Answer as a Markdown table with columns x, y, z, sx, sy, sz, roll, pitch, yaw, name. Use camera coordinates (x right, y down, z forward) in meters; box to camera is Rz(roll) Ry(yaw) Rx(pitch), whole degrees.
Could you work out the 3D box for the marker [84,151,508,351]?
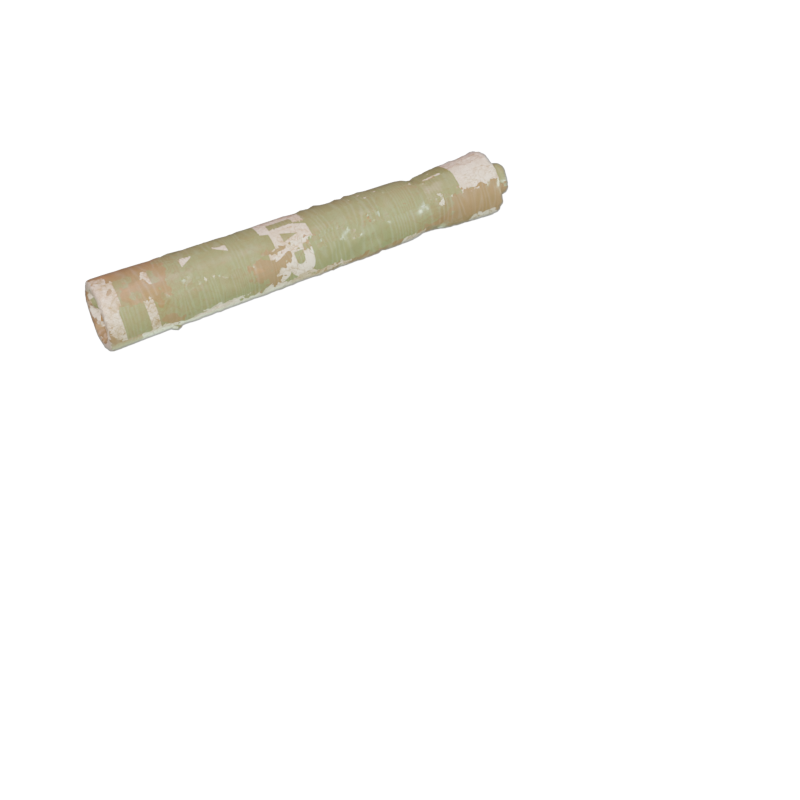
| x | y | z | sx | sy | sz | roll | pitch | yaw | name |
| --- | --- | --- | --- | --- | --- | --- | --- | --- | --- |
| -0.023 | -0.042 | 0.294 | 0.120 | 0.019 | 0.020 | -22 | 13 | -21 | marker |
